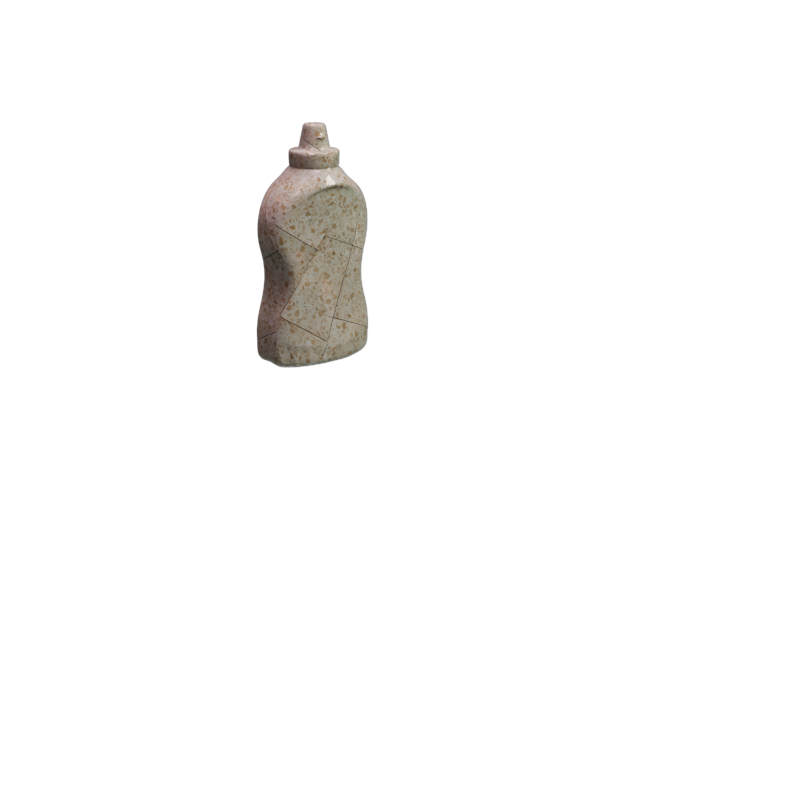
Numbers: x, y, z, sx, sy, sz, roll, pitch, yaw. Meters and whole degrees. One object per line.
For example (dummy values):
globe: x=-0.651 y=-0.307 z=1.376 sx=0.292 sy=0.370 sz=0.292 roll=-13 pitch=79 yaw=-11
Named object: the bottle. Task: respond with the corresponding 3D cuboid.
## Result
bottle: x=-0.070 y=-0.128 z=0.895 sx=0.094 sy=0.186 sz=0.062 roll=-10 pitch=17 yaw=-36
